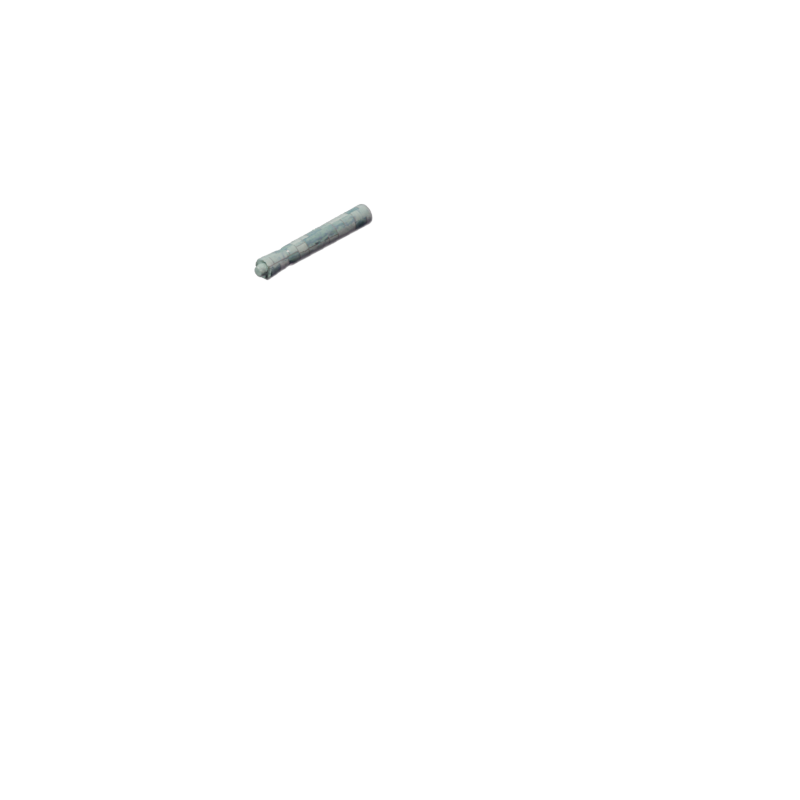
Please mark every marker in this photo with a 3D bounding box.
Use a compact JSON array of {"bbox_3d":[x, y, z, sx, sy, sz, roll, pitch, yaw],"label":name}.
[{"bbox_3d":[-0.071,-0.130,0.911,0.121,0.019,0.021,-34,24,-33],"label":"marker"}]
